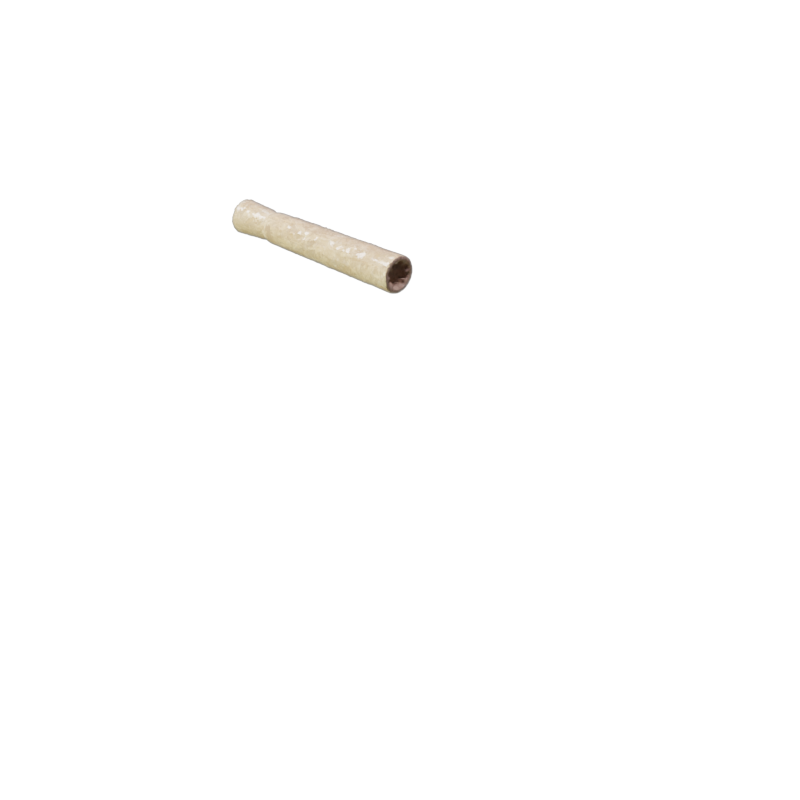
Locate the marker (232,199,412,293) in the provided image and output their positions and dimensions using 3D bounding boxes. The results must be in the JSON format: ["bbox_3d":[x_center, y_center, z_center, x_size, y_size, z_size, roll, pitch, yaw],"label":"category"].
[{"bbox_3d":[-0.044,-0.079,0.556,0.019,0.019,0.129,-4,22,-44],"label":"marker"}]
